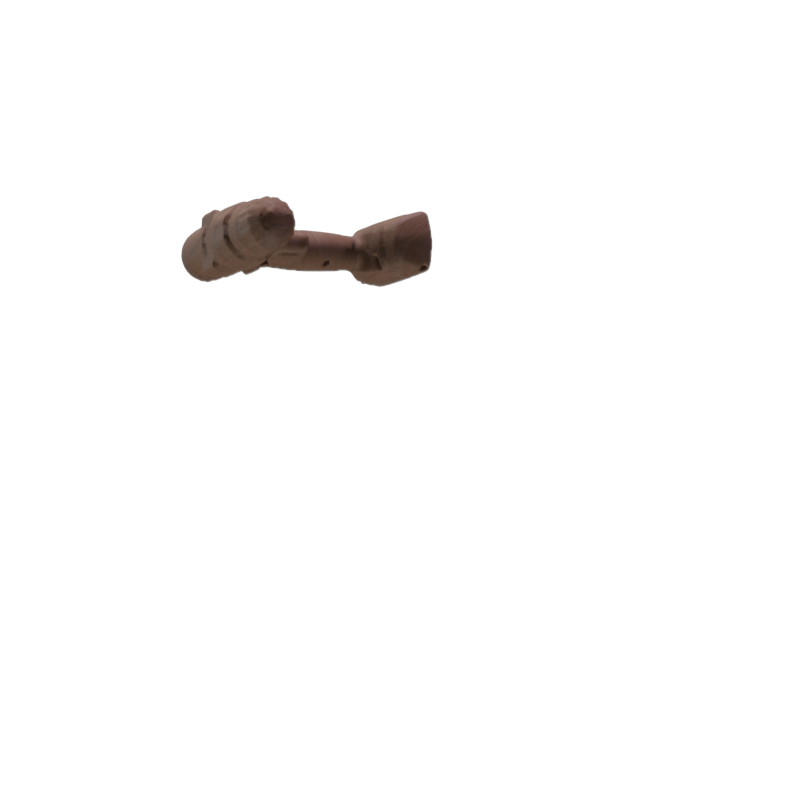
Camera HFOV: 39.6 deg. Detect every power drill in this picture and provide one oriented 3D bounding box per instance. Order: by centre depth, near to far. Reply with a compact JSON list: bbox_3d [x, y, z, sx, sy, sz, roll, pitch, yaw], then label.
[{"bbox_3d":[-0.072,-0.131,0.918,0.182,0.058,0.188,1,-2,-26],"label":"power drill"}]
